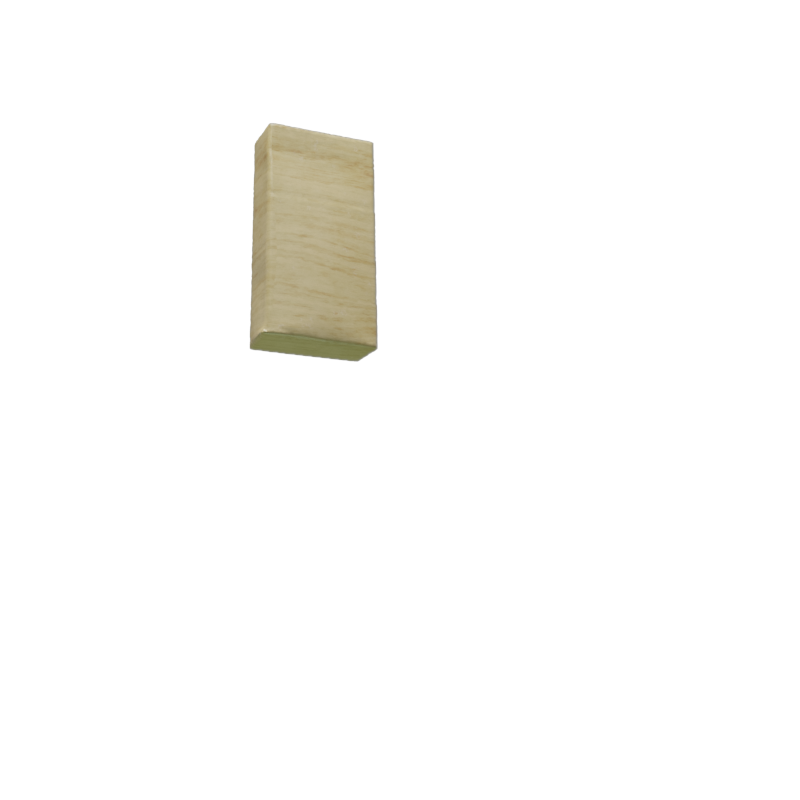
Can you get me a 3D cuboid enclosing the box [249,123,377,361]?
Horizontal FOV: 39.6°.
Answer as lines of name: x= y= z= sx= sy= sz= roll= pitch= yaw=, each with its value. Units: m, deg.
box: x=-0.068 y=-0.124 z=0.868 sx=0.090 sy=0.186 sz=0.047 roll=8 pitch=-25 yaw=-21
